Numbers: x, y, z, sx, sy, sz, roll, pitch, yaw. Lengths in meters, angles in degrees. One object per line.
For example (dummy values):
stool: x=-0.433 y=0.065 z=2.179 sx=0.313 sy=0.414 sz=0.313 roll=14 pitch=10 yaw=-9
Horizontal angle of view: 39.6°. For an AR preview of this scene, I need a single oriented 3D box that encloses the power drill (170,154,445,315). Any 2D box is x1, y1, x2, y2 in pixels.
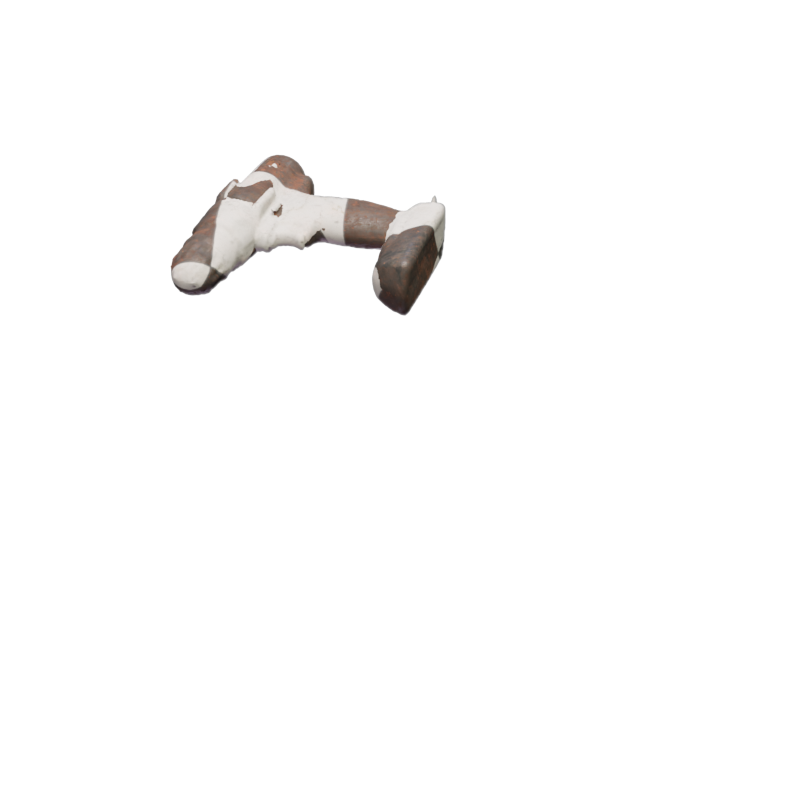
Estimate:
power drill: x=-0.070 y=-0.127 z=0.891 sx=0.194 sy=0.053 sz=0.191 roll=16 pitch=44 yaw=17
